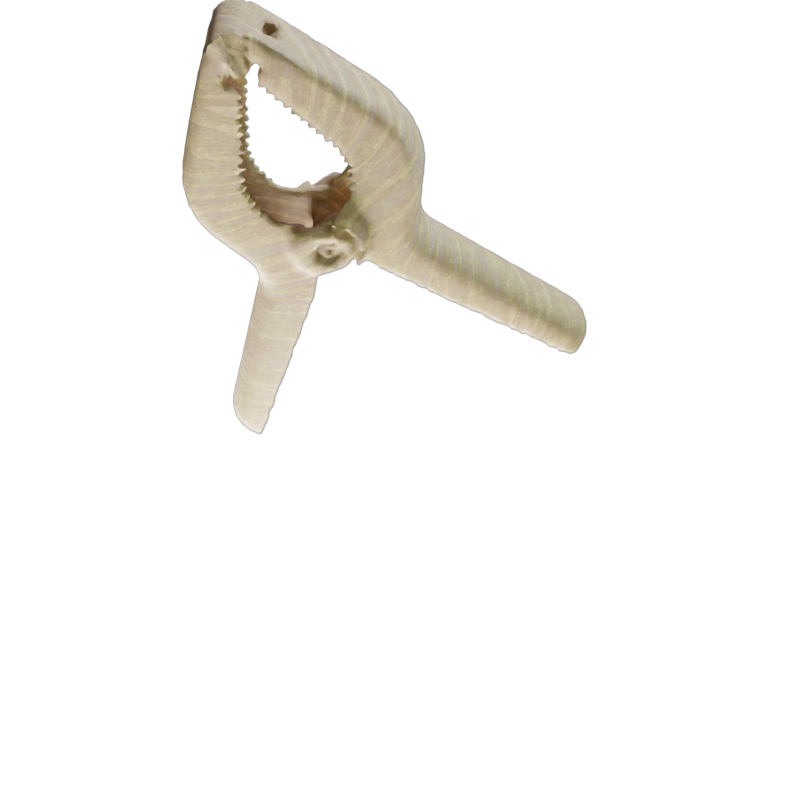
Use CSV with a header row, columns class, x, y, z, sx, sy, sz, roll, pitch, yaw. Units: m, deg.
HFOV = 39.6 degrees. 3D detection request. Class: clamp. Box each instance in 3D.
class,x,y,z,sx,sy,sz,roll,pitch,yaw
clamp,-0.035,-0.065,0.452,0.165,0.039,0.194,-21,-50,19
